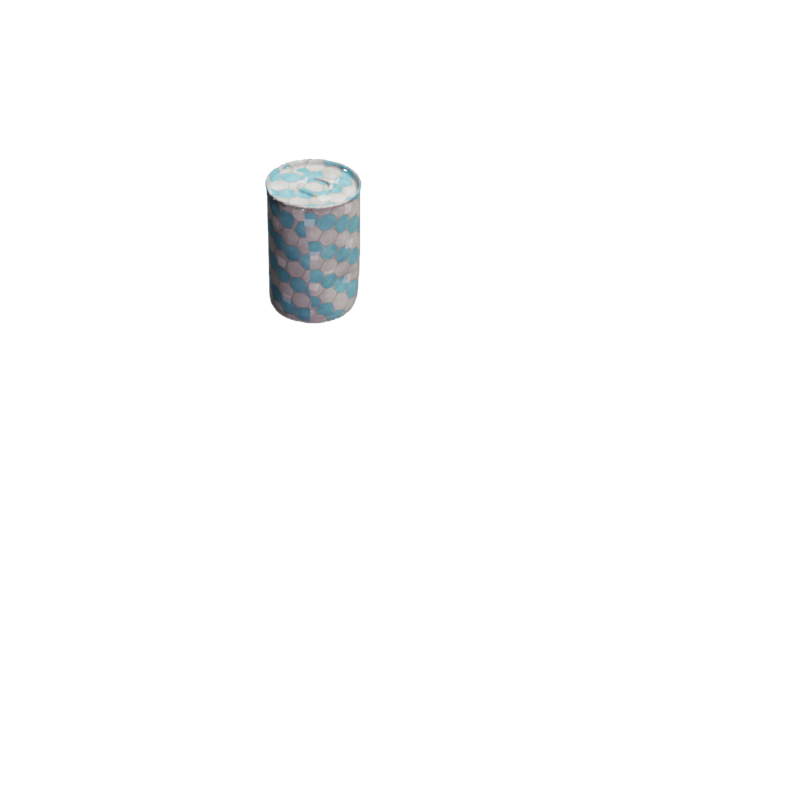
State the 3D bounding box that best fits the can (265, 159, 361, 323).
[{"bbox_3d":[-0.064,-0.116,0.812,0.068,0.096,0.073,0,37,-3],"label":"can"}]
